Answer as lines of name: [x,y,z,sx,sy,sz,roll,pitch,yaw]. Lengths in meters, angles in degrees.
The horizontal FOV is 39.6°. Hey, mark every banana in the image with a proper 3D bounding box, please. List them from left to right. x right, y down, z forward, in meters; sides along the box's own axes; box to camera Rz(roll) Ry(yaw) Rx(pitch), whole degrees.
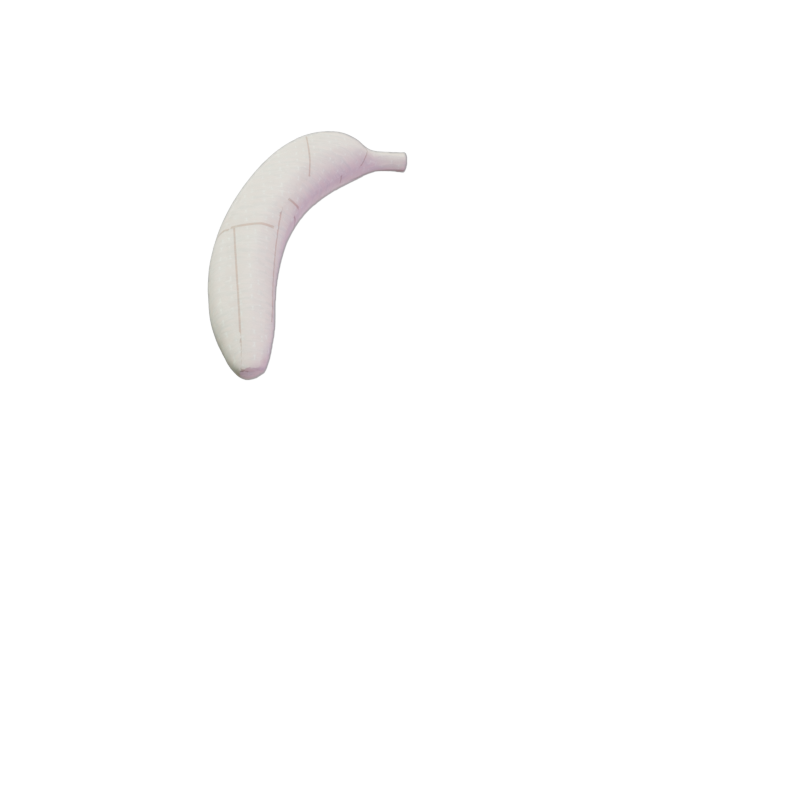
banana: [-0.062,-0.095,0.607,0.072,0.205,0.034,17,-40,15]
